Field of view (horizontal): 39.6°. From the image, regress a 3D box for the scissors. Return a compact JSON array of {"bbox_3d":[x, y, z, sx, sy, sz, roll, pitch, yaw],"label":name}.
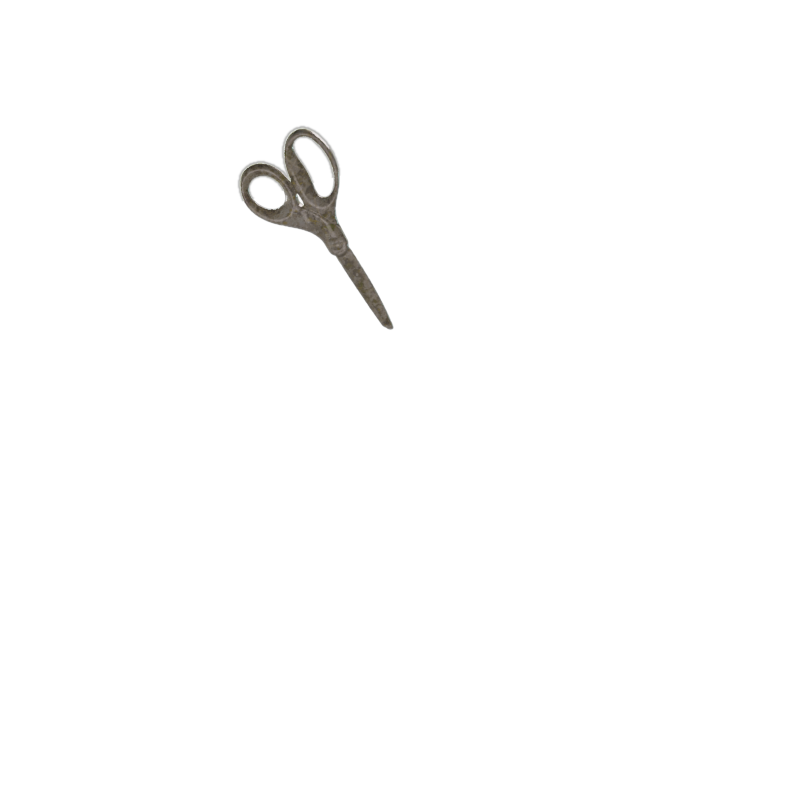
[{"bbox_3d":[-0.076,-0.139,0.972,0.096,0.191,0.016,-14,21,5],"label":"scissors"}]
